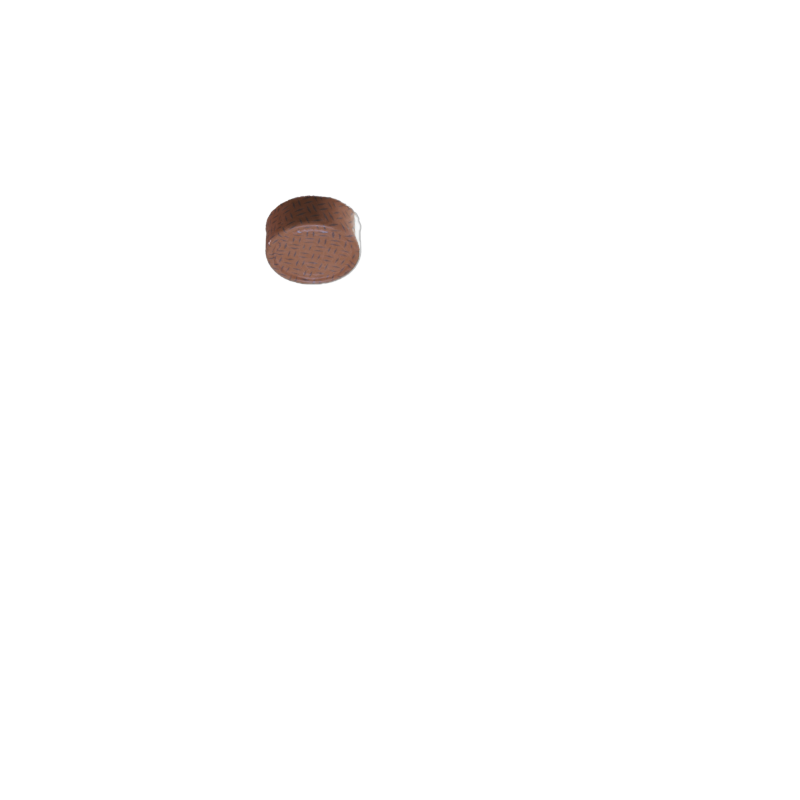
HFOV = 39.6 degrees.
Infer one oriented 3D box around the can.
[{"bbox_3d":[-0.077,-0.140,0.982,0.086,0.036,0.080,1,-36,-2],"label":"can"}]
